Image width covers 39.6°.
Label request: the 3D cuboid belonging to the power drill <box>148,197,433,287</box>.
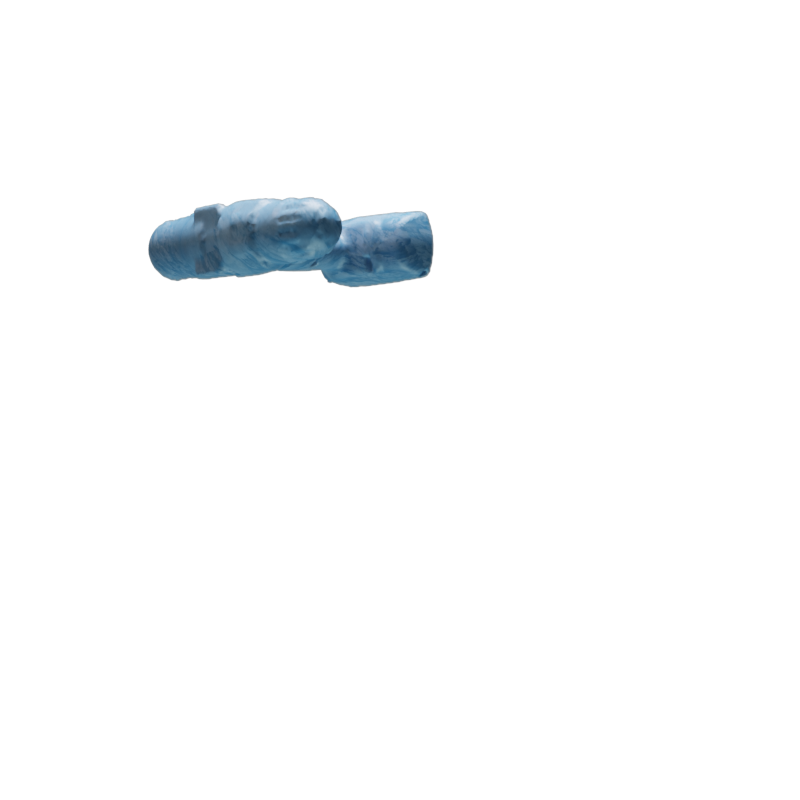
[{"bbox_3d":[-0.064,-0.116,0.813,0.180,0.058,0.191,-2,3,-45],"label":"power drill"}]
